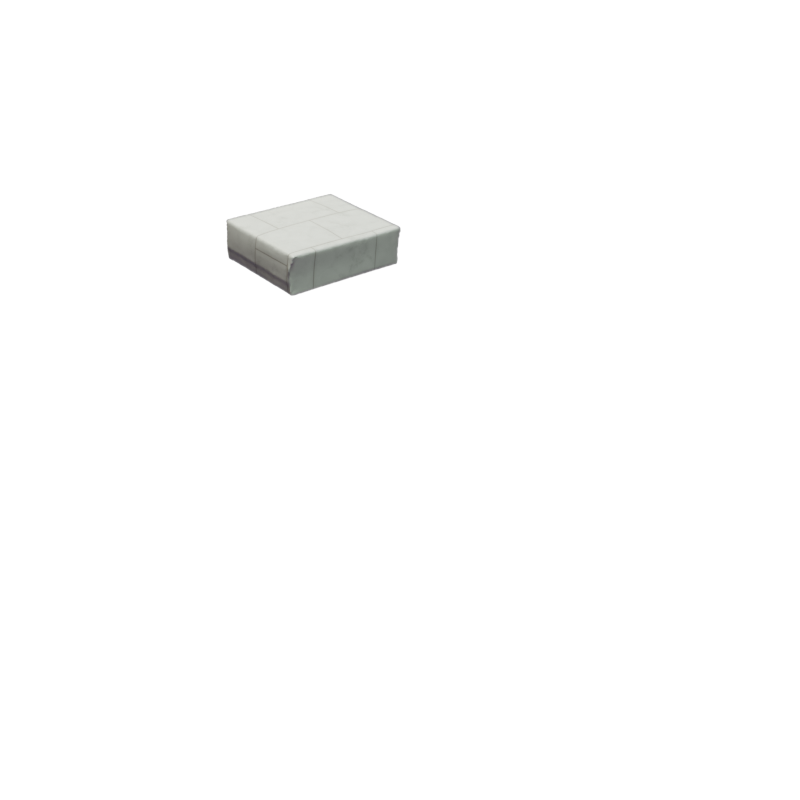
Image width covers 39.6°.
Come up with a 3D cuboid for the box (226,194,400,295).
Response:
[{"bbox_3d":[-0.070,-0.128,0.898,0.112,0.037,0.096,-23,37,-35],"label":"box"}]
